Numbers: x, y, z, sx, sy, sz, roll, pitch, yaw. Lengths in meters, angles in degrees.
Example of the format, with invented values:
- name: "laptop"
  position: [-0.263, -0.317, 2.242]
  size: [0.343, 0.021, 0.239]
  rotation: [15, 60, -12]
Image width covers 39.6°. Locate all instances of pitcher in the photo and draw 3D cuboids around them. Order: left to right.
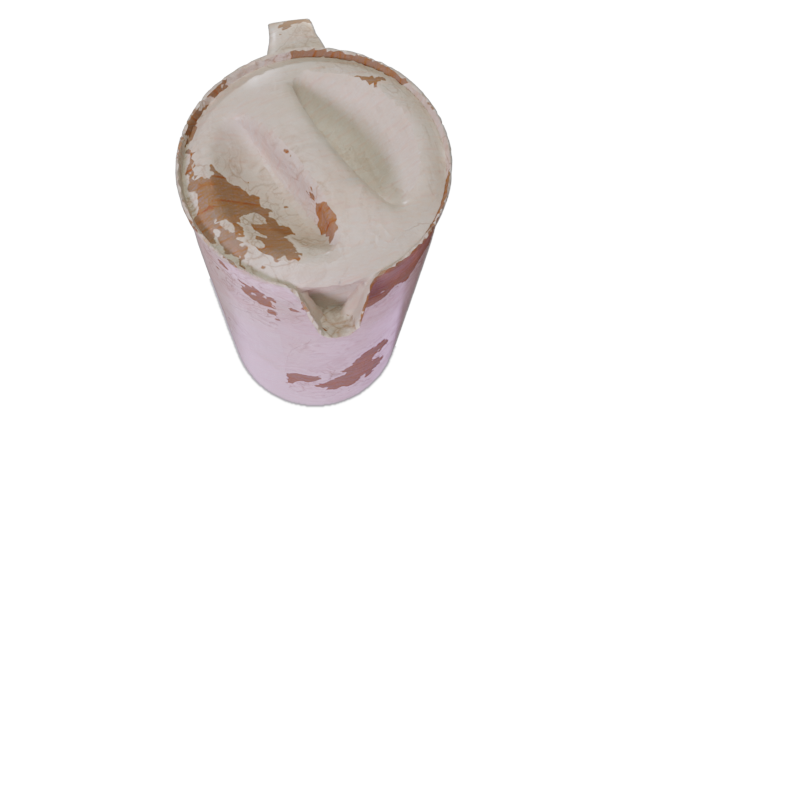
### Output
- name: "pitcher"
  position: [-0.050, -0.091, 0.639]
  size: [0.149, 0.152, 0.232]
  rotation: [34, -18, 9]
